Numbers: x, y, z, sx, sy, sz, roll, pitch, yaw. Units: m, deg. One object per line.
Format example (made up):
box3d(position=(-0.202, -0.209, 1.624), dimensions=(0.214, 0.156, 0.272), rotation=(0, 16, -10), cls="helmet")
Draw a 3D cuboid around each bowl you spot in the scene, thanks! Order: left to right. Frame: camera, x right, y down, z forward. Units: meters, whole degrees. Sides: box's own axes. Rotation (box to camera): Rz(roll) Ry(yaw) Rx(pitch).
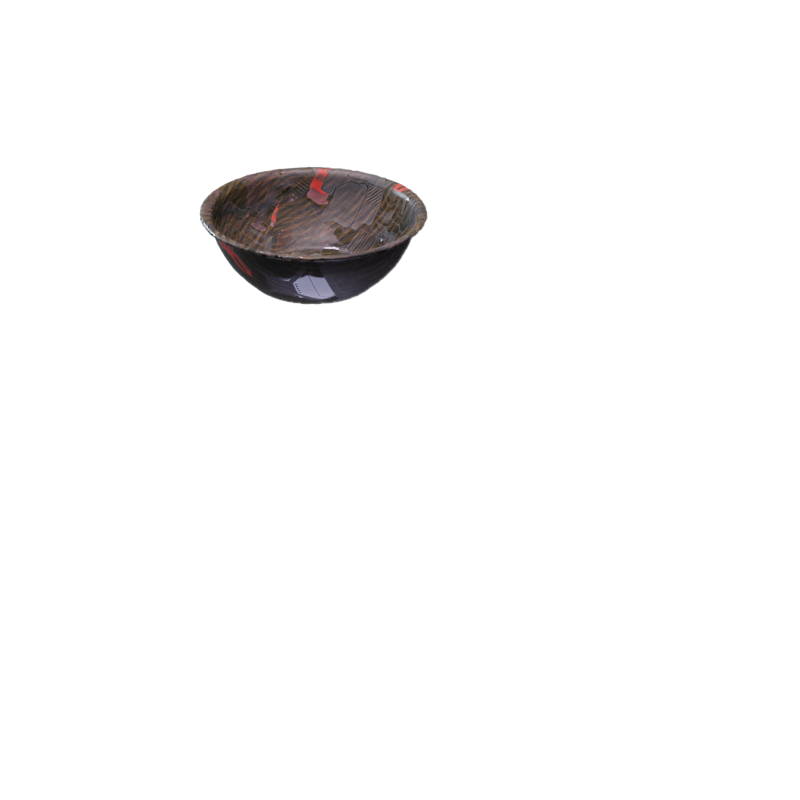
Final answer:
box3d(position=(-0.062, -0.114, 0.798), dimensions=(0.162, 0.052, 0.172), rotation=(-1, 31, -2), cls="bowl")
